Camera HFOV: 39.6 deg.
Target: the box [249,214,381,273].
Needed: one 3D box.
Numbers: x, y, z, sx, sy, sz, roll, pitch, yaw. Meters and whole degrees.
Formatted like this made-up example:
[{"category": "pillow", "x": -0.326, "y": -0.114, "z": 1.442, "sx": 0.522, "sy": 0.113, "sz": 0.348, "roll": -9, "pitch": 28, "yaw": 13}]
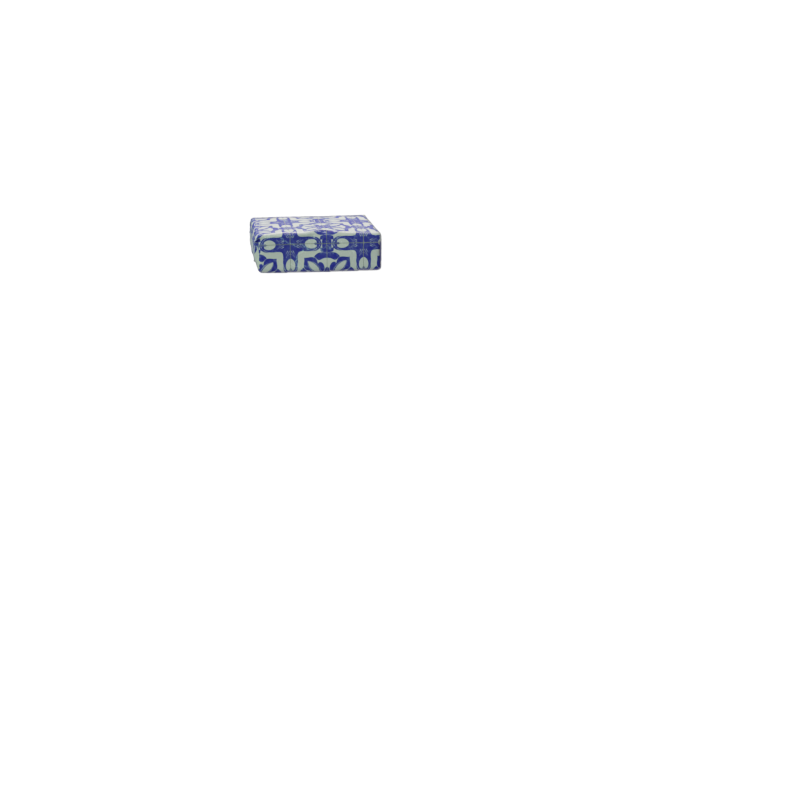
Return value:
[{"category": "box", "x": -0.063, "y": -0.114, "z": 0.798, "sx": 0.088, "sy": 0.029, "sz": 0.076, "roll": -2, "pitch": 18, "yaw": -7}]
